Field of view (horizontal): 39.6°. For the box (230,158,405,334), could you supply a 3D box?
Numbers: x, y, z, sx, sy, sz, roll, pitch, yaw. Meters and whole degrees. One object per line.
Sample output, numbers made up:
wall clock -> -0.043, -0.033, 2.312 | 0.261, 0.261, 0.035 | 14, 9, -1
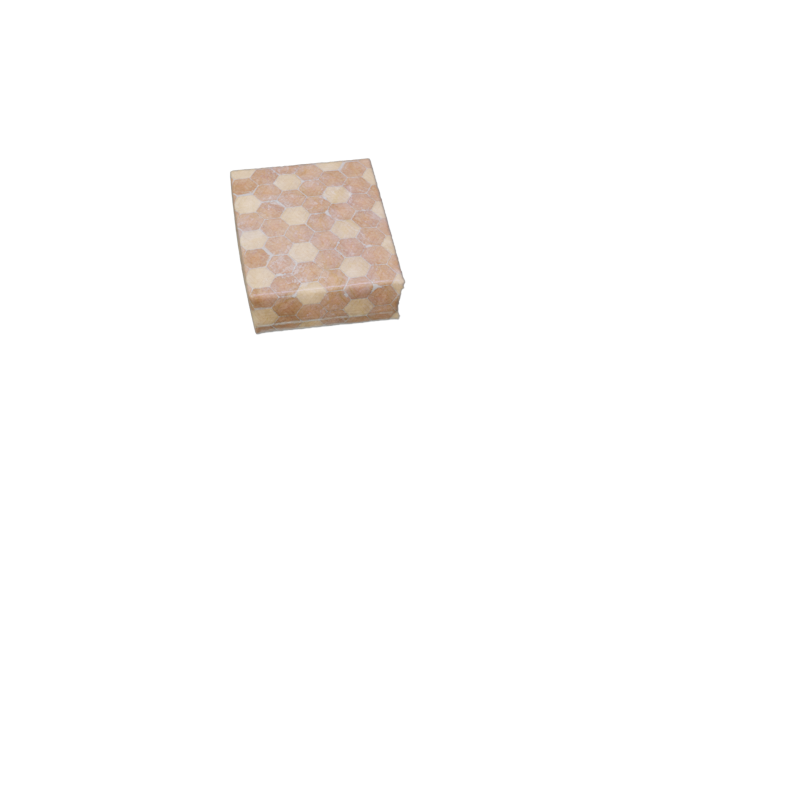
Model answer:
box -> -0.053, -0.096, 0.669 | 0.089, 0.123, 0.036 | -8, -39, -7
